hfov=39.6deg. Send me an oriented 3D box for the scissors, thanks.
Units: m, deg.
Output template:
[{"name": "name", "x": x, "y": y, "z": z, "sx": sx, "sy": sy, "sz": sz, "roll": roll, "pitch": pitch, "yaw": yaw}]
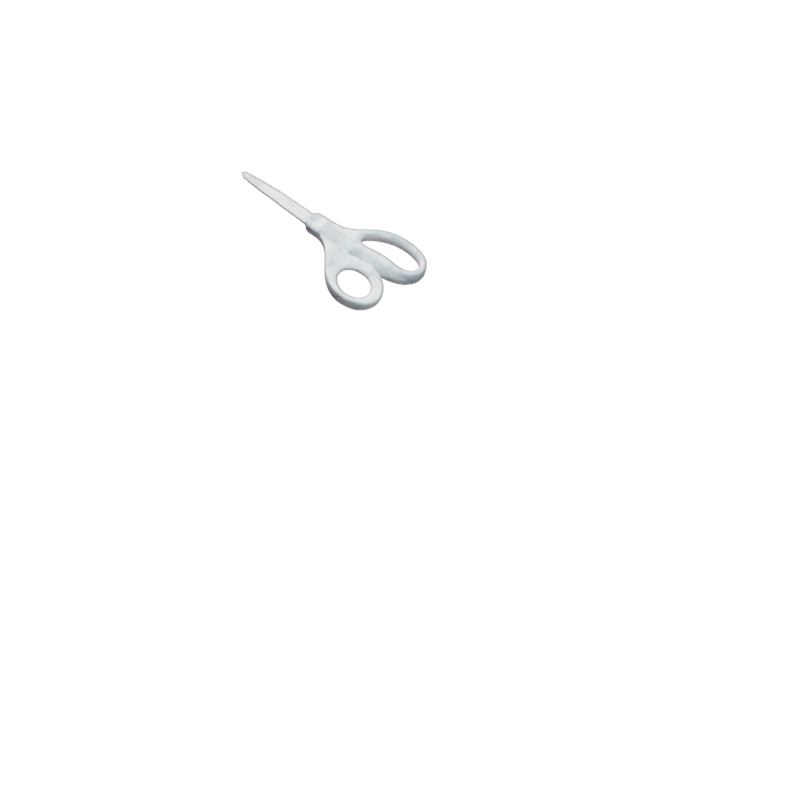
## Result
[{"name": "scissors", "x": -0.076, "y": -0.139, "z": 0.970, "sx": 0.210, "sy": 0.099, "sz": 0.015, "roll": 23, "pitch": -36, "yaw": 18}]
